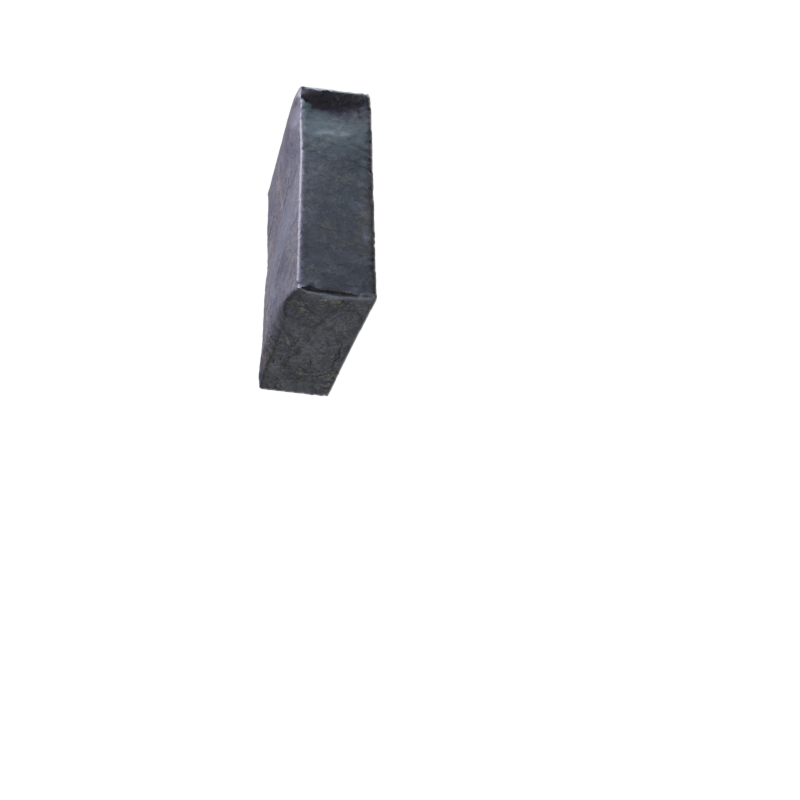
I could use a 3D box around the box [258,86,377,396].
[{"bbox_3d":[-0.075,-0.136,0.955,0.070,0.228,0.157,7,-33,-14],"label":"box"}]
